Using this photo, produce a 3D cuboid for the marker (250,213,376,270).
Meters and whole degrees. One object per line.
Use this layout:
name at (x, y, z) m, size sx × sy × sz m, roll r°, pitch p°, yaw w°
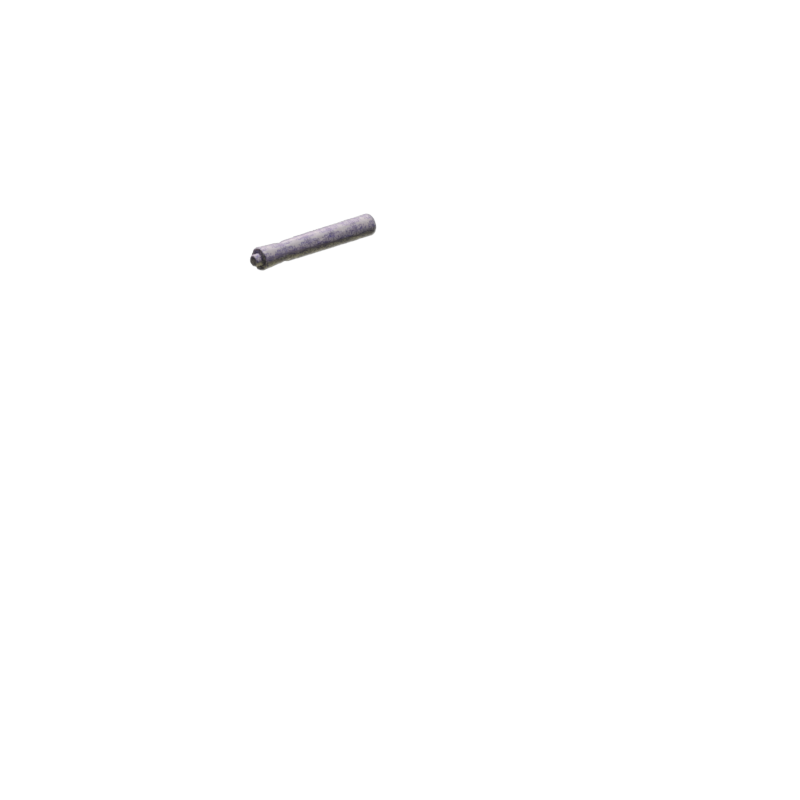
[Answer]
marker at (-0.070, -0.127, 0.888) m, size 0.120 × 0.019 × 0.021 m, roll -24°, pitch 18°, yaw -37°
